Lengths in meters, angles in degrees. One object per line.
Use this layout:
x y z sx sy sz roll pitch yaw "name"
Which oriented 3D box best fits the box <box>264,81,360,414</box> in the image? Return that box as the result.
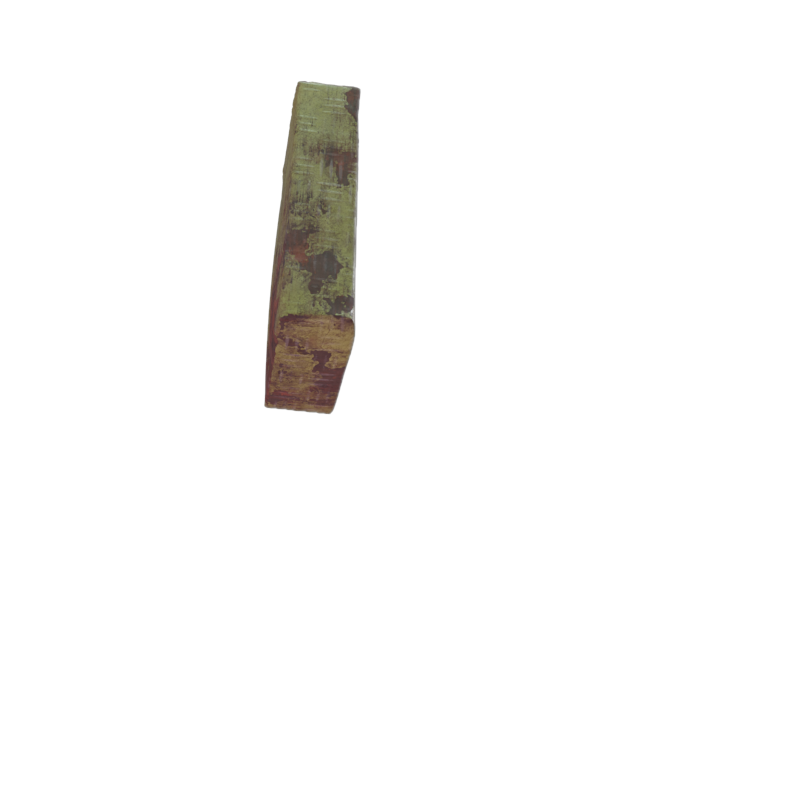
-0.051 -0.092 0.647 0.047 0.189 0.088 4 -36 -10 "box"
